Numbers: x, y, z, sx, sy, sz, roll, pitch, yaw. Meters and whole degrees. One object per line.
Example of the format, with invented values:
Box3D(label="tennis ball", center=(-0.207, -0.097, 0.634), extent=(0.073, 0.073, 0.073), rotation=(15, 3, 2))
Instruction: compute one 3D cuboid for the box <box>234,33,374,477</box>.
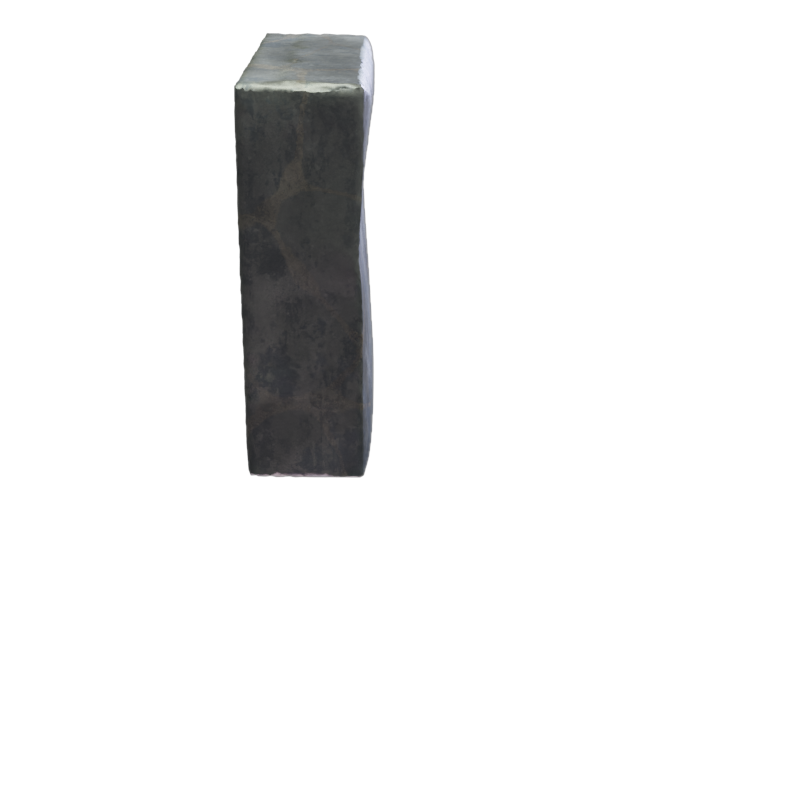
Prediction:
Box3D(label="box", center=(-0.049, -0.090, 0.630), extent=(0.072, 0.204, 0.172), rotation=(1, 23, -1))
